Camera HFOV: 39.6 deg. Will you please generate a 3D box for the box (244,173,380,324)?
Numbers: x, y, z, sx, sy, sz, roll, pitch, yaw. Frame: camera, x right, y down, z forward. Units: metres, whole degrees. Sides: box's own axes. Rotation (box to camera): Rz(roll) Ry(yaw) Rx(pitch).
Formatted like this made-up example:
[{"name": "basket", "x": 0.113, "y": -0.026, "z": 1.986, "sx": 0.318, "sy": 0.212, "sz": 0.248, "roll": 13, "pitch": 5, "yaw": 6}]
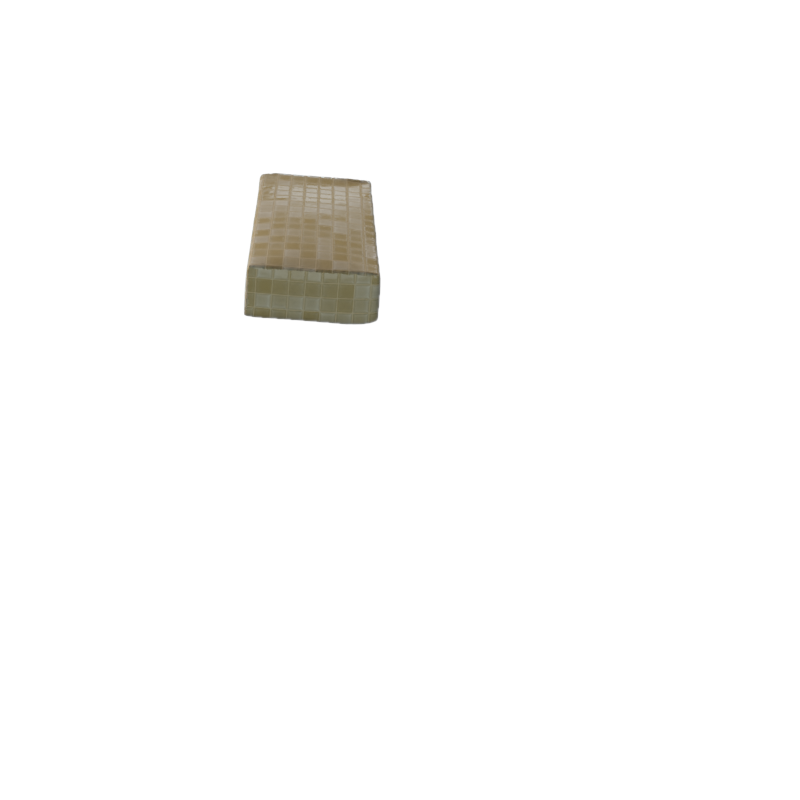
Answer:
[{"name": "box", "x": -0.065, "y": -0.119, "z": 0.829, "sx": 0.093, "sy": 0.045, "sz": 0.188, "roll": 3, "pitch": 33, "yaw": -5}]
